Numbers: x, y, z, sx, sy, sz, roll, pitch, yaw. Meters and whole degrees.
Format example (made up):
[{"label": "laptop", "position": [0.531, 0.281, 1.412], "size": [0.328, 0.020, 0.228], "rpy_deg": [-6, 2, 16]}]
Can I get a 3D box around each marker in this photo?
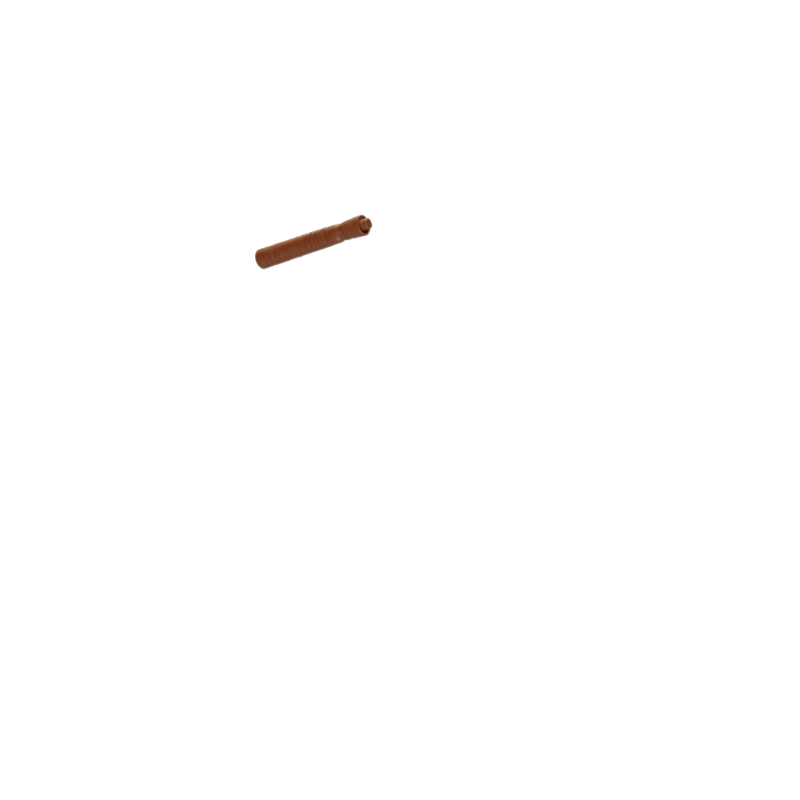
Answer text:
[{"label": "marker", "position": [-0.076, -0.139, 0.970], "size": [0.123, 0.020, 0.019], "rpy_deg": [-13, -4, 34]}]
